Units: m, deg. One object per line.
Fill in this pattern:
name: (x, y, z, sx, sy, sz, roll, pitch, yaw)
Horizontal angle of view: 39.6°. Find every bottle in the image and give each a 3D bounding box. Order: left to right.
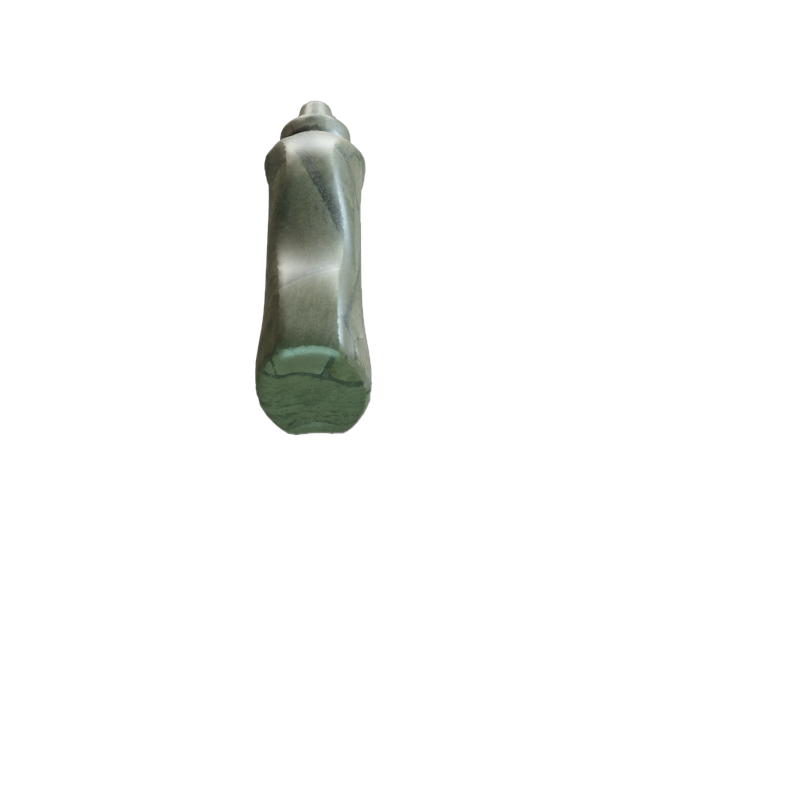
bottle: (-0.046, -0.086, 0.600, 0.058, 0.205, 0.090, -3, -32, 0)
